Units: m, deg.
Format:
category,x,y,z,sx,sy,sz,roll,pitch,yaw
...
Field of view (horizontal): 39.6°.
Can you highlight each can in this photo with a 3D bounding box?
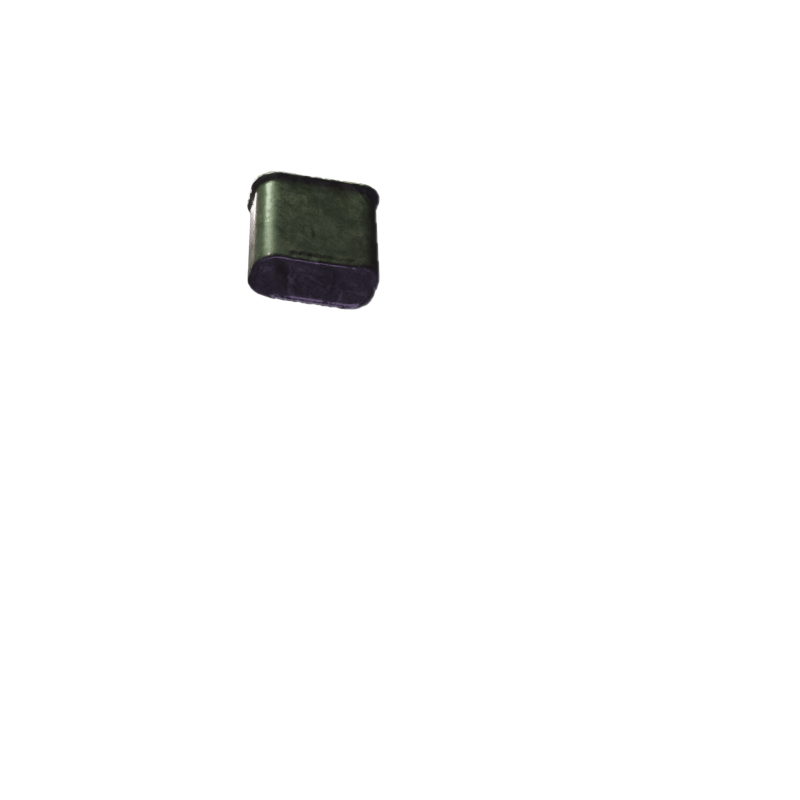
category,x,y,z,sx,sy,sz,roll,pitch,yaw
can,-0.066,-0.121,0.846,0.100,0.090,0.054,7,-38,-11
